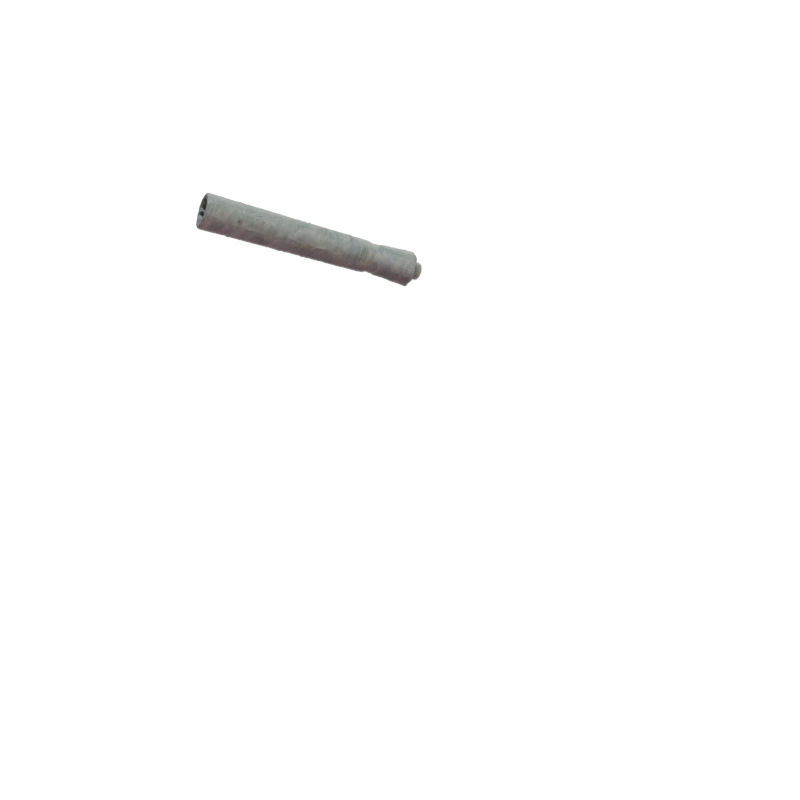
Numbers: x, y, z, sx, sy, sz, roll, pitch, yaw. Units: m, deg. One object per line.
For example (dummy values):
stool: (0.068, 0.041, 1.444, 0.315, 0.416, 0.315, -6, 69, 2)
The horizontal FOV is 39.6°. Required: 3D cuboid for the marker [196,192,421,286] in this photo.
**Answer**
marker: (-0.045, -0.081, 0.570, 0.117, 0.020, 0.020, 14, -1, -17)
